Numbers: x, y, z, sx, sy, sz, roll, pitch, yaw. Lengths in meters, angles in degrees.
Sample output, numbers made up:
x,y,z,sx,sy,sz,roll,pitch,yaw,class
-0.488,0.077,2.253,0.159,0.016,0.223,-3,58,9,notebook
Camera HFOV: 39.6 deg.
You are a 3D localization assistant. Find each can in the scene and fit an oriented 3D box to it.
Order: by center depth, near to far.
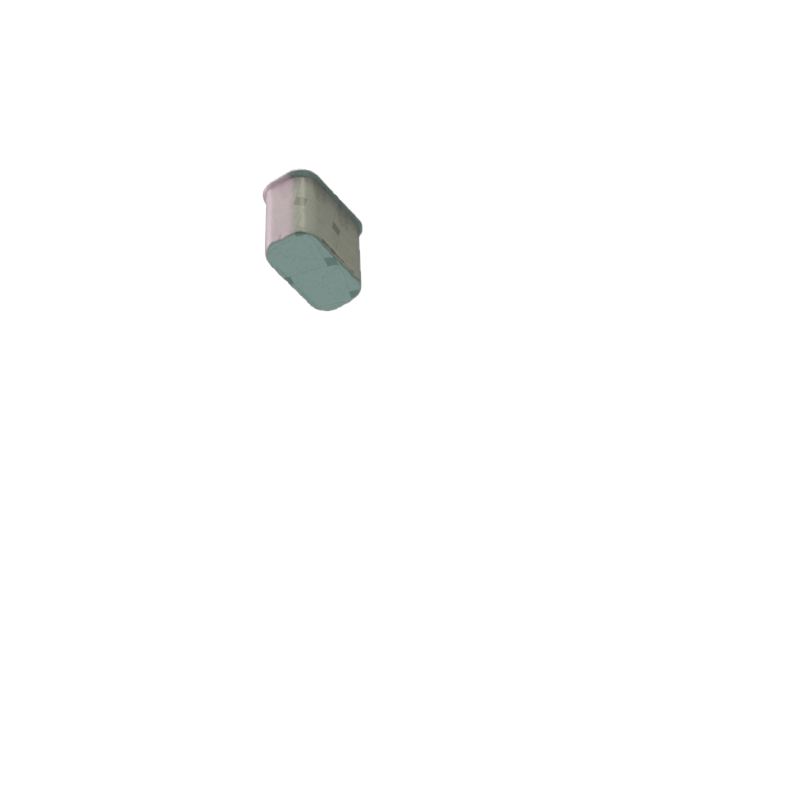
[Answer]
x,y,z,sx,sy,sz,roll,pitch,yaw,class
-0.077,-0.141,0.985,0.057,0.090,0.095,-27,-49,23,can
